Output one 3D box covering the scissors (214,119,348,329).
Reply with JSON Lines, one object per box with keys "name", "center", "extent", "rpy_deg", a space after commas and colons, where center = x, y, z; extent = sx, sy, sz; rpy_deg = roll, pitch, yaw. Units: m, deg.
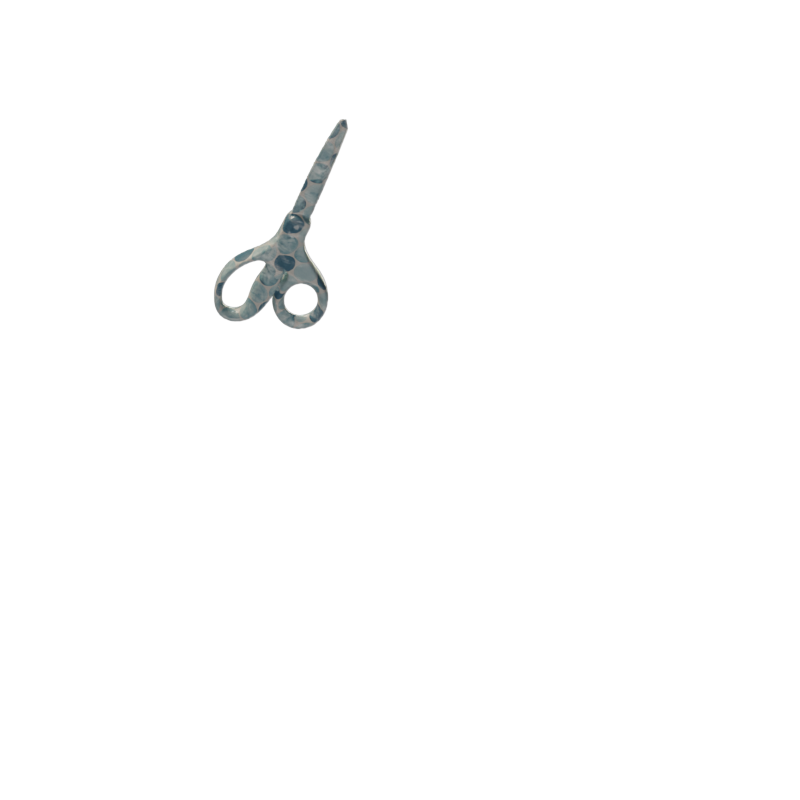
{"name": "scissors", "center": [-0.064, -0.117, 0.822], "extent": [0.091, 0.017, 0.198], "rpy_deg": [30, -53, -26]}
